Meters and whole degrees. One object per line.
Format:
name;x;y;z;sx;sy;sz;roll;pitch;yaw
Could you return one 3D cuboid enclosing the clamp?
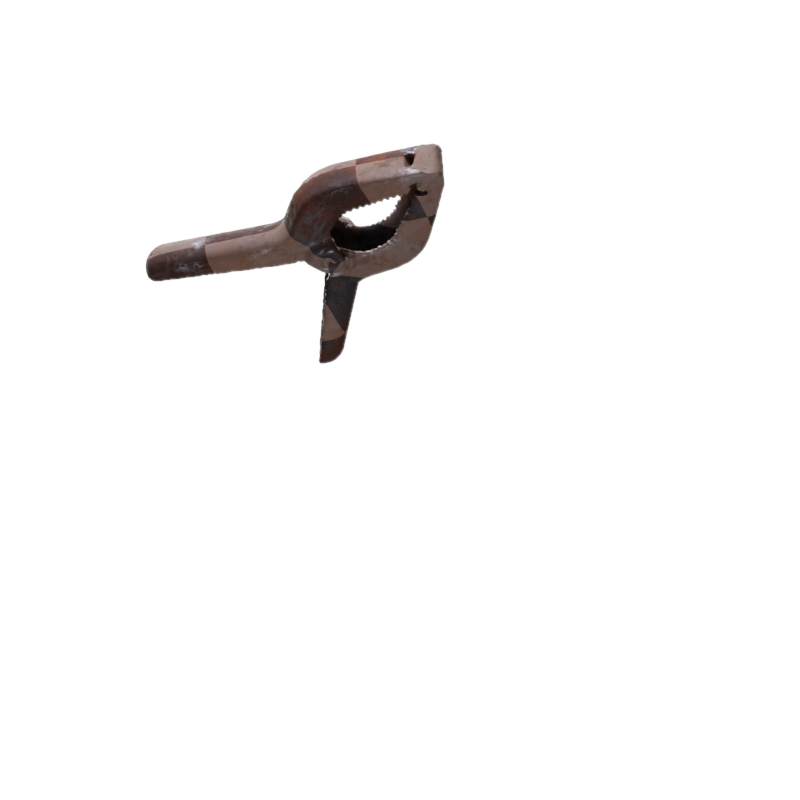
clamp;-0.057;-0.103;0.725;0.156;0.039;0.206;22;-41;-28
